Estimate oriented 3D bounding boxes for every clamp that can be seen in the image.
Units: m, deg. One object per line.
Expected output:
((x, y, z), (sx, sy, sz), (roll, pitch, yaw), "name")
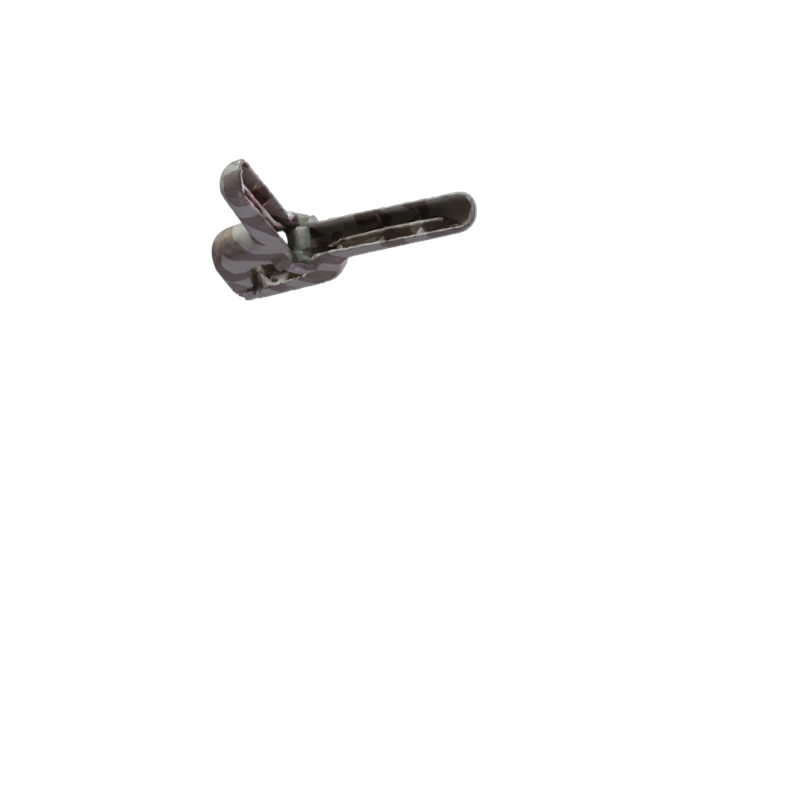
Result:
((-0.058, -0.105, 0.736), (0.160, 0.038, 0.208), (4, -12, -19), "clamp")
